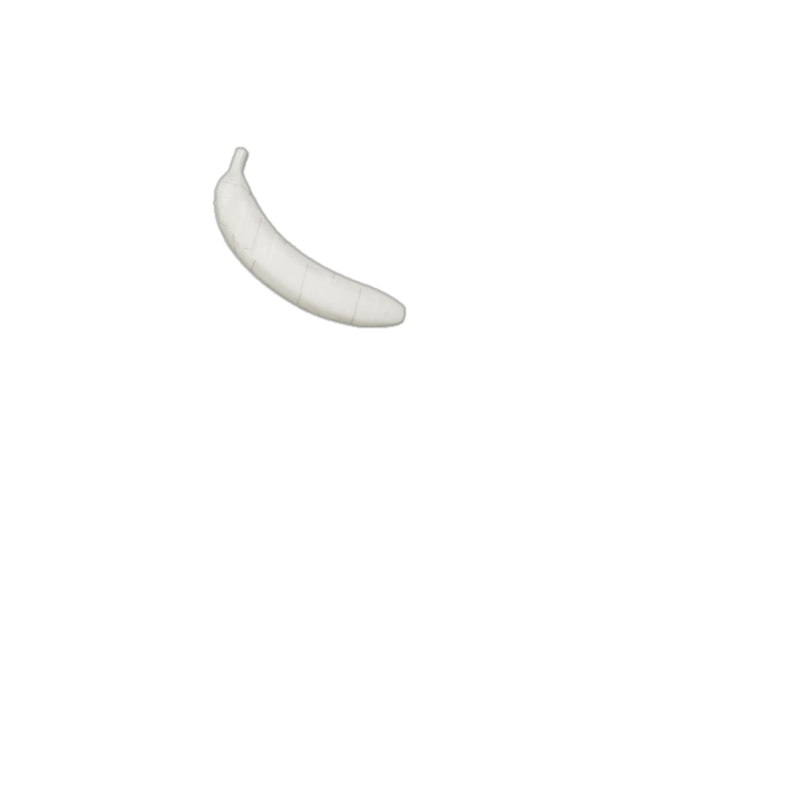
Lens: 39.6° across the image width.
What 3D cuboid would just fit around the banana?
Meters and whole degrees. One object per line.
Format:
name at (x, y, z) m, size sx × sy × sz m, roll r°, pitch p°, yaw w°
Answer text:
banana at (-0.085, -0.116, 0.882) m, size 0.070 × 0.203 × 0.035 m, roll -43°, pitch -10°, yaw -9°
